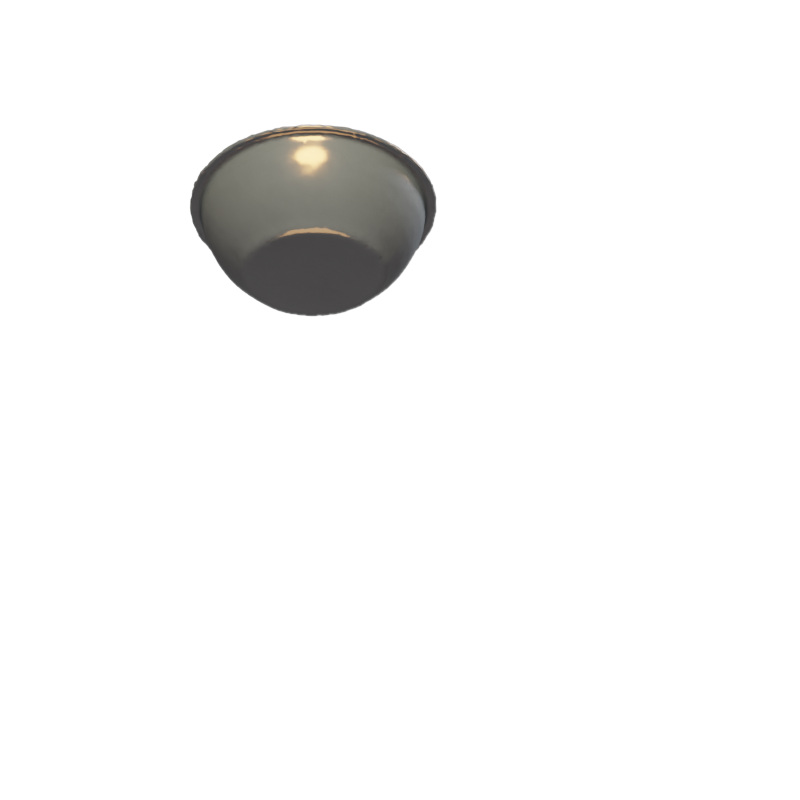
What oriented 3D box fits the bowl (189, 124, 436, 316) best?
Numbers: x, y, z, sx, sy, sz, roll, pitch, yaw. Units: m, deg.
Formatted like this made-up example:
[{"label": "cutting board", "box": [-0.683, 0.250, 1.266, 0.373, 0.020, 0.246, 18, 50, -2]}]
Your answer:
[{"label": "bowl", "box": [-0.056, -0.102, 0.713, 0.162, 0.059, 0.152, 1, -34, -2]}]
